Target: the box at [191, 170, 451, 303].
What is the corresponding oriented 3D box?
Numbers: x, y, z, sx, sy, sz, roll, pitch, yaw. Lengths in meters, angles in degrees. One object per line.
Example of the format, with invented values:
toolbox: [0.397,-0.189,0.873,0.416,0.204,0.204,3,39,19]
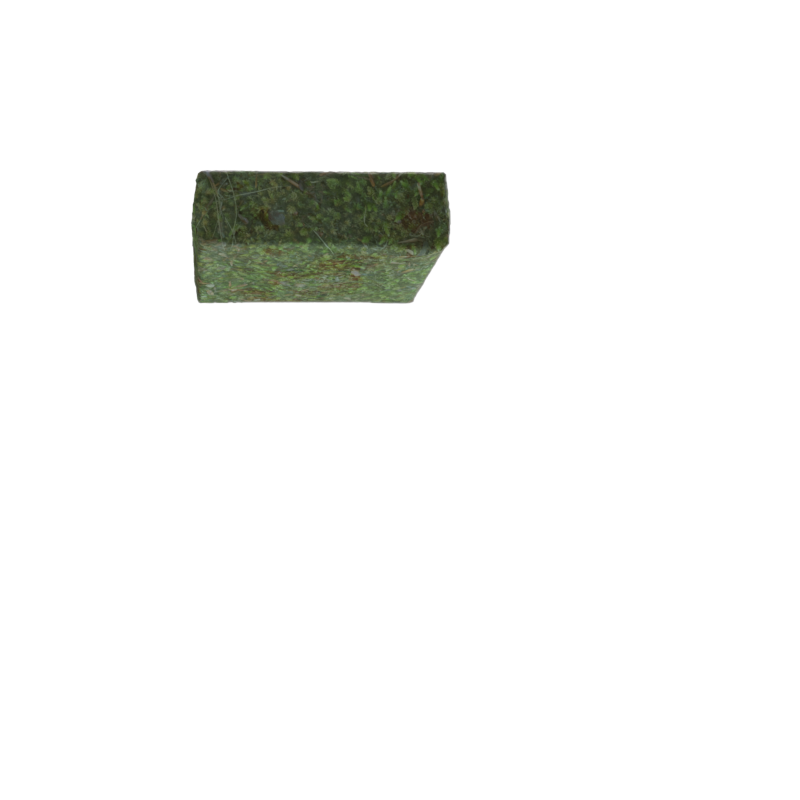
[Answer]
box: [-0.041,-0.074,0.519,0.112,0.040,0.087,2,-13,-7]
